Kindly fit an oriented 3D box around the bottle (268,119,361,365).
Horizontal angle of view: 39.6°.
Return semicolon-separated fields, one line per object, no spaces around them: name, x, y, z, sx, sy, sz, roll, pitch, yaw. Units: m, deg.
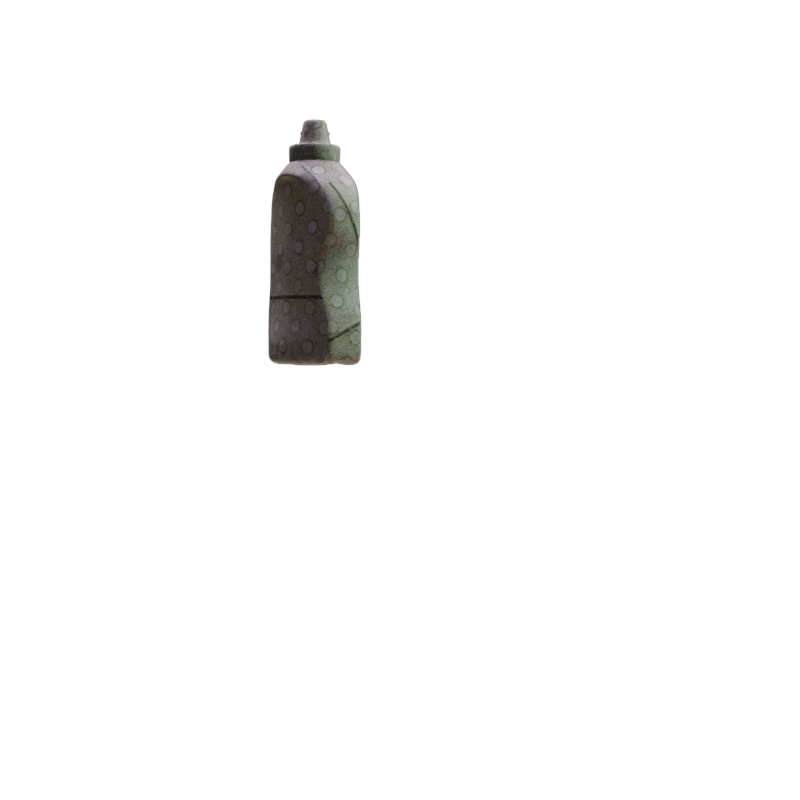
bottle;-0.068;-0.124;0.871;0.056;0.193;0.099;2;-3;-31
